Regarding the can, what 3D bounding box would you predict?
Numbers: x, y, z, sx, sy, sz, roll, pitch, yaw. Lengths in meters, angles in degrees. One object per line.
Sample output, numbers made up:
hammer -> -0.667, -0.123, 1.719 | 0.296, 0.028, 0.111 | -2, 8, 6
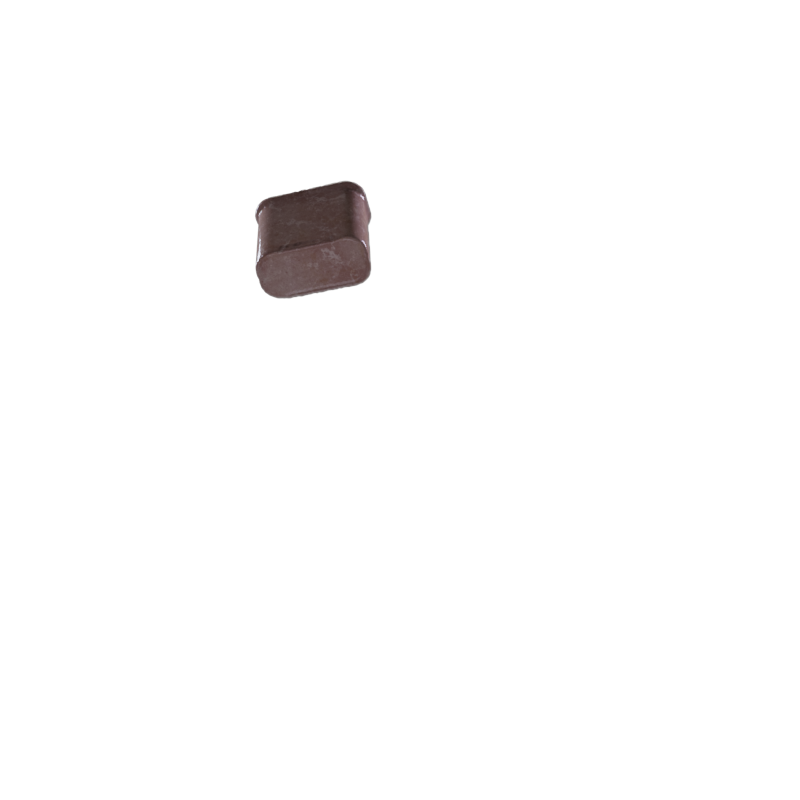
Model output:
can -> -0.076, -0.138, 0.964 | 0.102, 0.053, 0.090 | -11, 40, 7
